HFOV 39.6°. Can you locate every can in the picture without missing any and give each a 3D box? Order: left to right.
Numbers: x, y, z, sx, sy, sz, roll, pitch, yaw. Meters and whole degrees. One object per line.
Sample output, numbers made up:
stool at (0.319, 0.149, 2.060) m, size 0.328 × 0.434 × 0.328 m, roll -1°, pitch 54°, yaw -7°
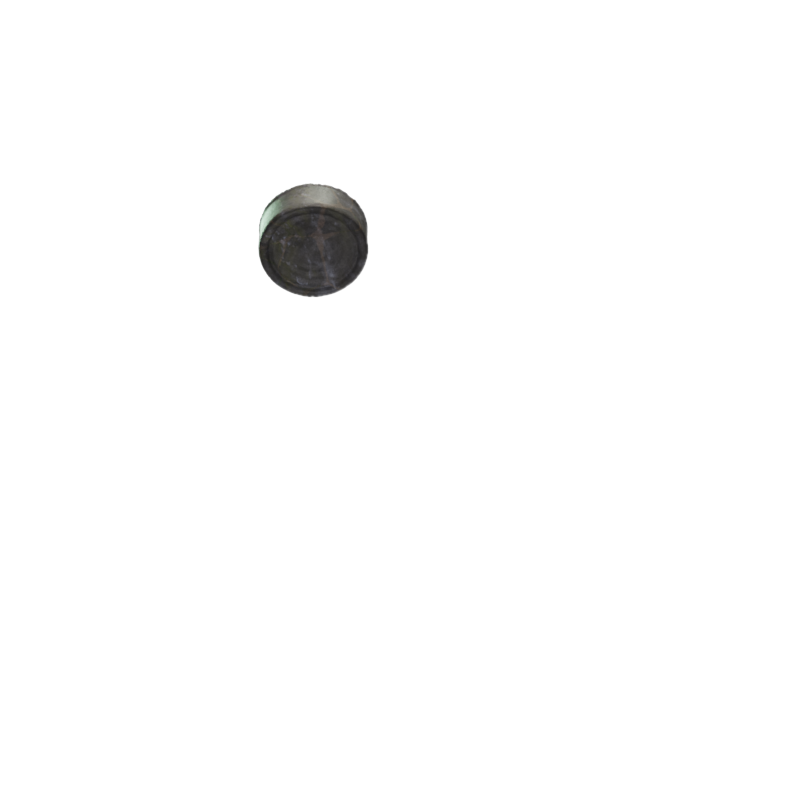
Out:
can at (-0.067, -0.123, 0.861) m, size 0.086 × 0.080 × 0.036 m, roll 1°, pitch 35°, yaw -1°
